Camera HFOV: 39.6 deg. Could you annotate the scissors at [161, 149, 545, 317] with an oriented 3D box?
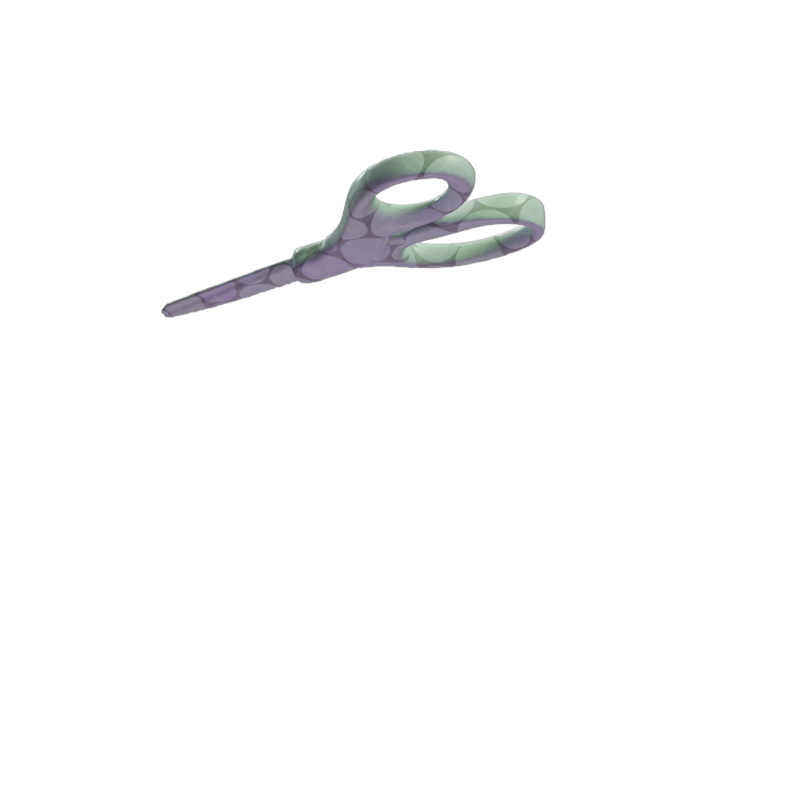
[{"bbox_3d":[-0.039,-0.071,0.495,0.205,0.017,0.090,-8,-23,19],"label":"scissors"}]
